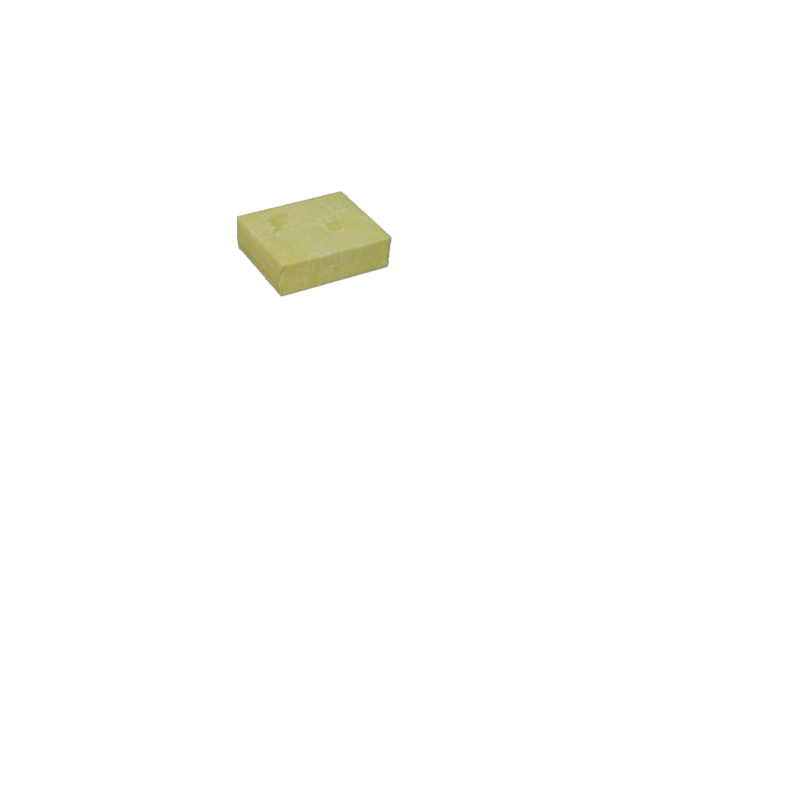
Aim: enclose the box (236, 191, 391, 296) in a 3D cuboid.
[{"bbox_3d":[-0.078,-0.142,0.995,0.112,0.036,0.097,-20,42,-24],"label":"box"}]
